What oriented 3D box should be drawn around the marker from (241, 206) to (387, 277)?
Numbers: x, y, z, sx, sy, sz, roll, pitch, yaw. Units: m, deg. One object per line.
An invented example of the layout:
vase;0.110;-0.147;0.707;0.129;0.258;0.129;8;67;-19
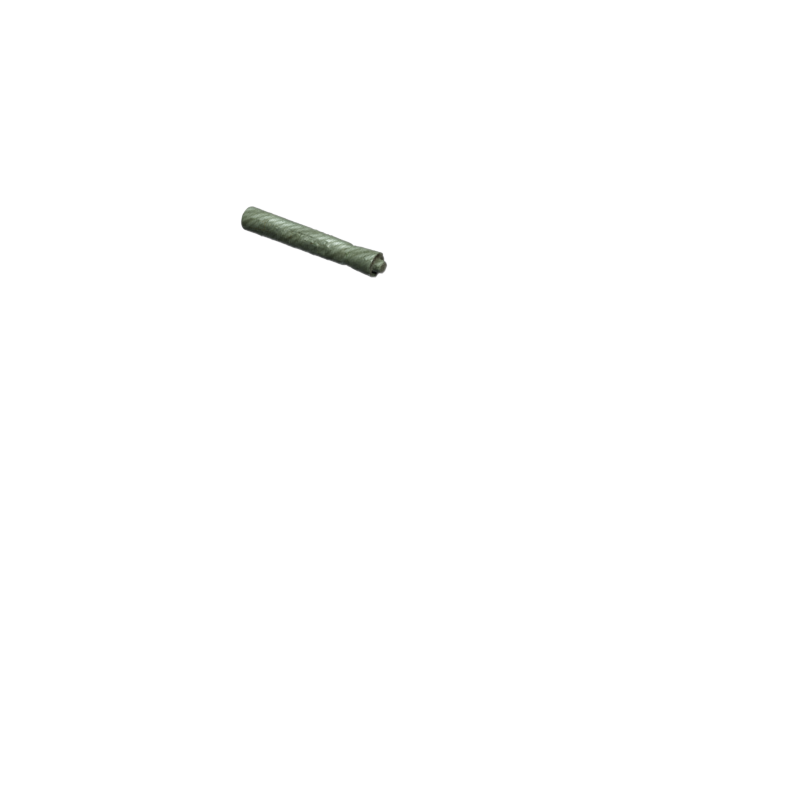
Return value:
marker;-0.062;-0.114;0.797;0.128;0.019;0.019;24;15;29
